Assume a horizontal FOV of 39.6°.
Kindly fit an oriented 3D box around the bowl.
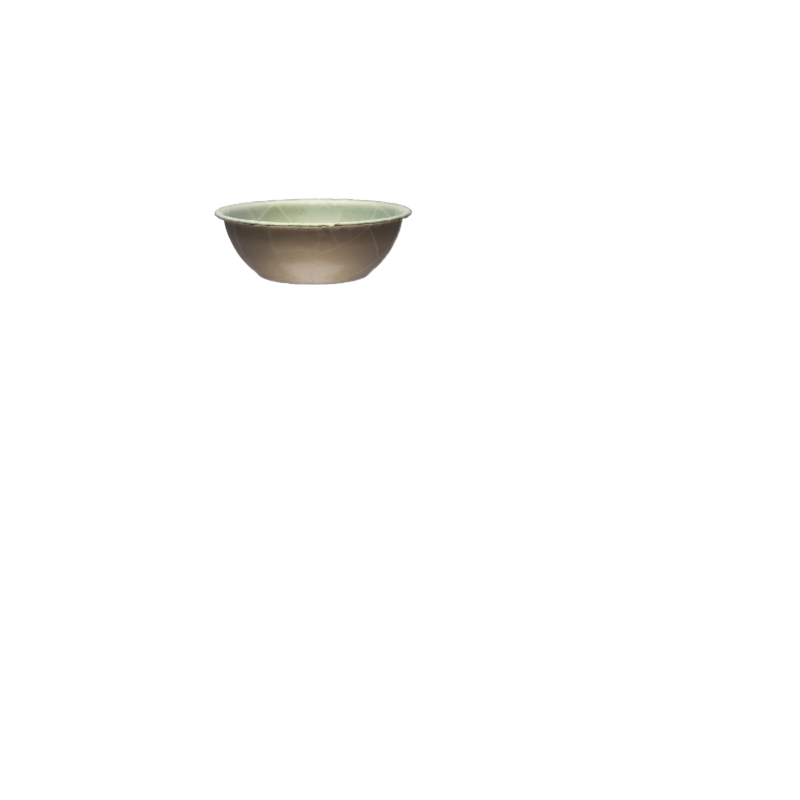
[{"bbox_3d":[-0.071,-0.130,0.910,0.162,0.053,0.167,-1,16,-2],"label":"bowl"}]
